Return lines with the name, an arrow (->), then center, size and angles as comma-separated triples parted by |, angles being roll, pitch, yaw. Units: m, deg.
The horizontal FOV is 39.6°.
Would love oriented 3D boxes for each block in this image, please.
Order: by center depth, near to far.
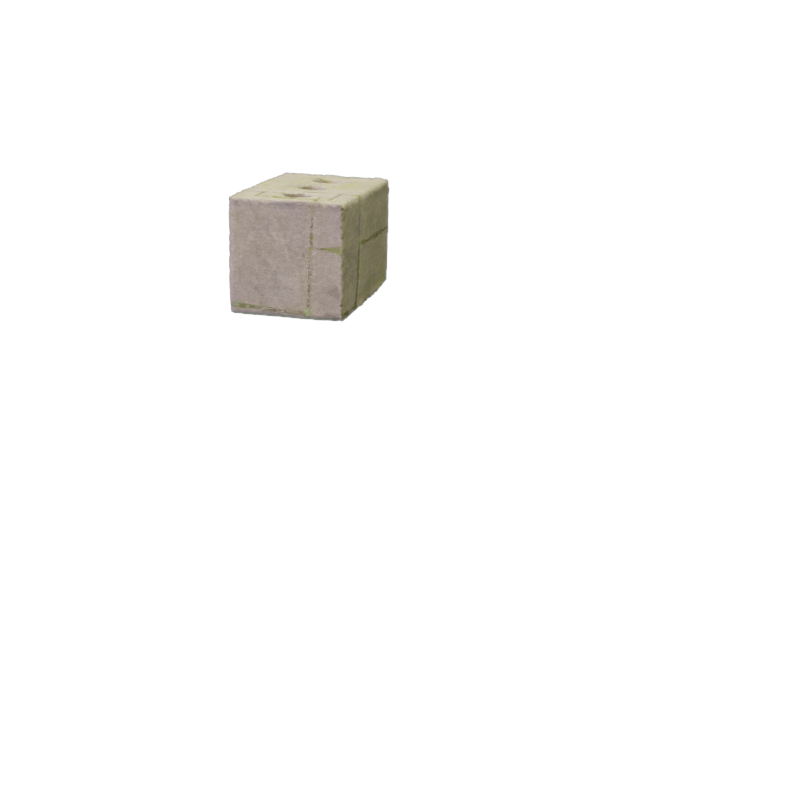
block -> -0.039, -0.071, 0.497 | 0.054, 0.050, 0.079 | 4, 18, 13
